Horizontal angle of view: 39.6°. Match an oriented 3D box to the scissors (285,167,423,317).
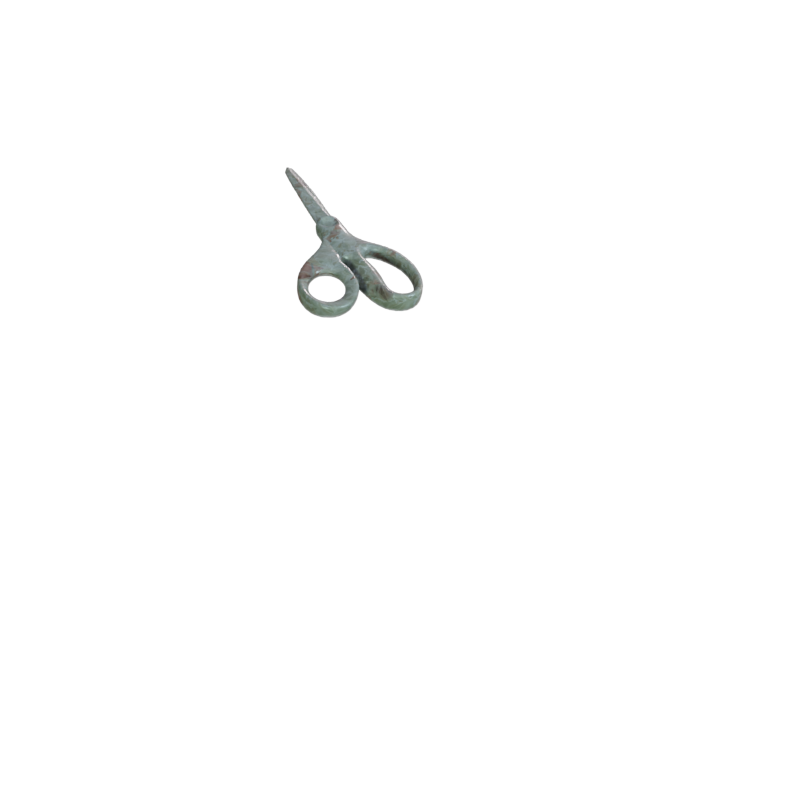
[{"bbox_3d":[-0.065,-0.118,0.829,0.095,0.015,0.217,-25,45,-27],"label":"scissors"}]
